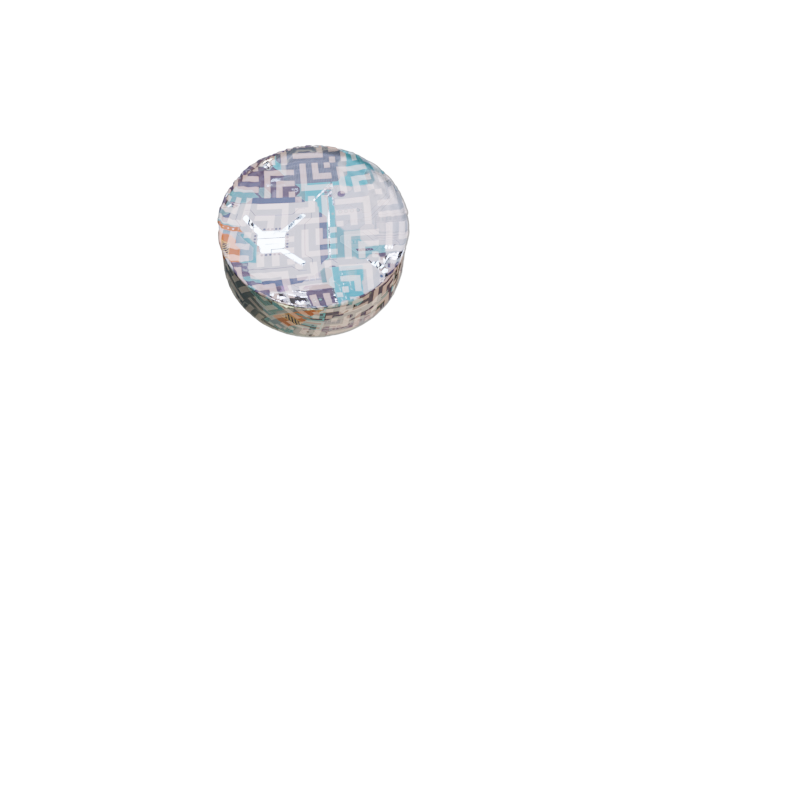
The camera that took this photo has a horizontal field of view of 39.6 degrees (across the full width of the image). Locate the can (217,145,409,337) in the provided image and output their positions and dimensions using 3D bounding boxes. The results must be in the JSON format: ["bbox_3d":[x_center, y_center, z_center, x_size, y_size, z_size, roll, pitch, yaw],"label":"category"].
[{"bbox_3d":[-0.040,-0.073,0.508,0.086,0.091,0.032,-1,-29,-1],"label":"can"}]
